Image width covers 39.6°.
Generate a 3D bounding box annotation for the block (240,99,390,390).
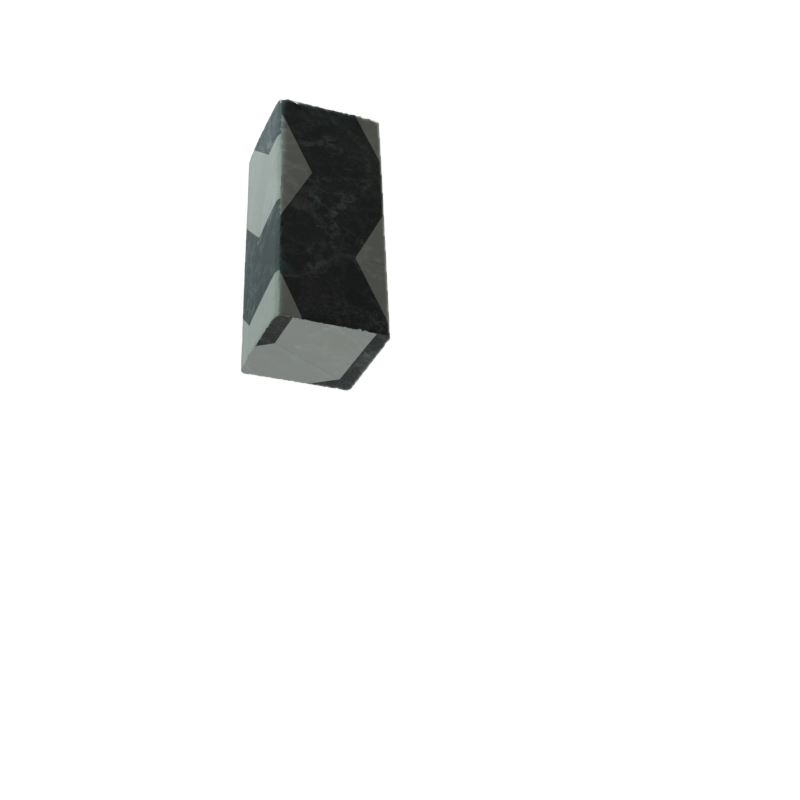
[{"bbox_3d":[-0.069,-0.125,0.875,0.088,0.220,0.087,10,-35,-19],"label":"block"}]
